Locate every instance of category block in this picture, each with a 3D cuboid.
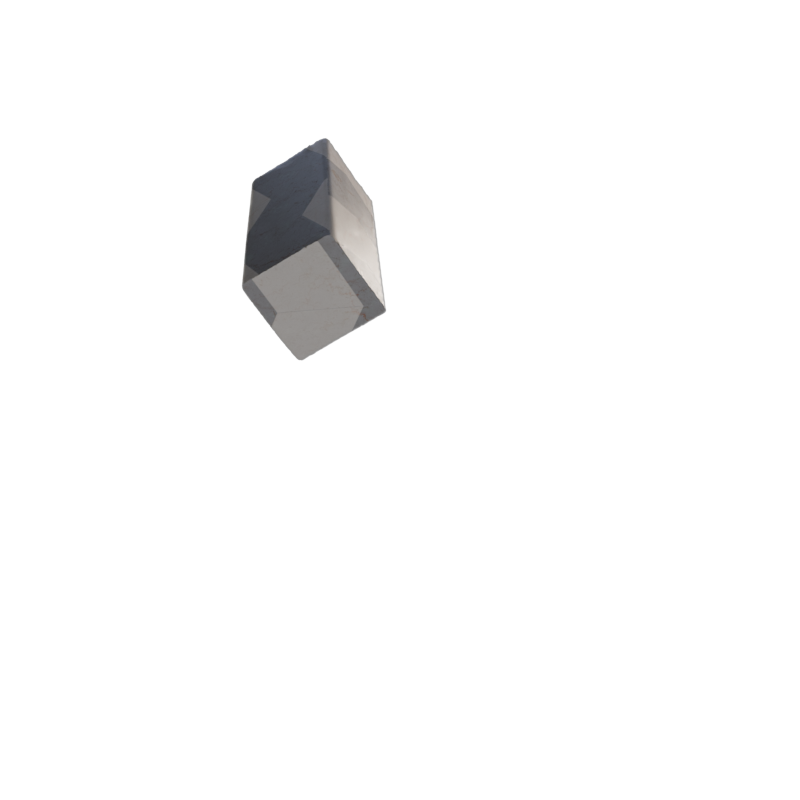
[{"bbox_3d":[-0.079,-0.143,0.996,0.090,0.085,0.220,-29,30,14],"label":"block"}]
